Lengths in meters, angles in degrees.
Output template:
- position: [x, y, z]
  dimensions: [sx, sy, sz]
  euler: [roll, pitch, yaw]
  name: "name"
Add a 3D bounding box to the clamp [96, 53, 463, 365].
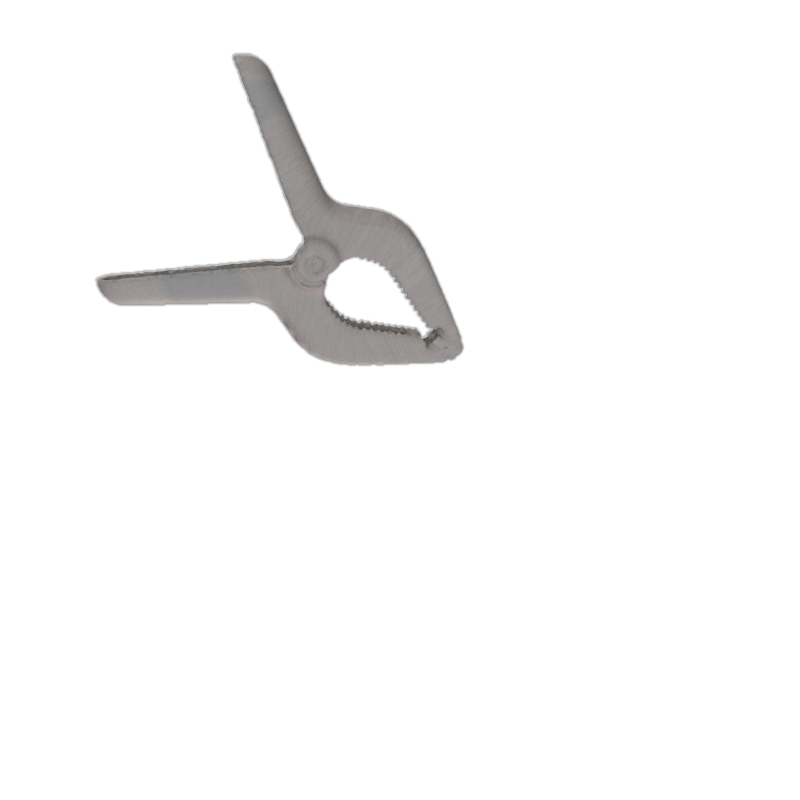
- position: [-0.051, -0.092, 0.647]
  dimensions: [0.208, 0.162, 0.037]
  euler: [25, 8, -4]
  name: "clamp"
